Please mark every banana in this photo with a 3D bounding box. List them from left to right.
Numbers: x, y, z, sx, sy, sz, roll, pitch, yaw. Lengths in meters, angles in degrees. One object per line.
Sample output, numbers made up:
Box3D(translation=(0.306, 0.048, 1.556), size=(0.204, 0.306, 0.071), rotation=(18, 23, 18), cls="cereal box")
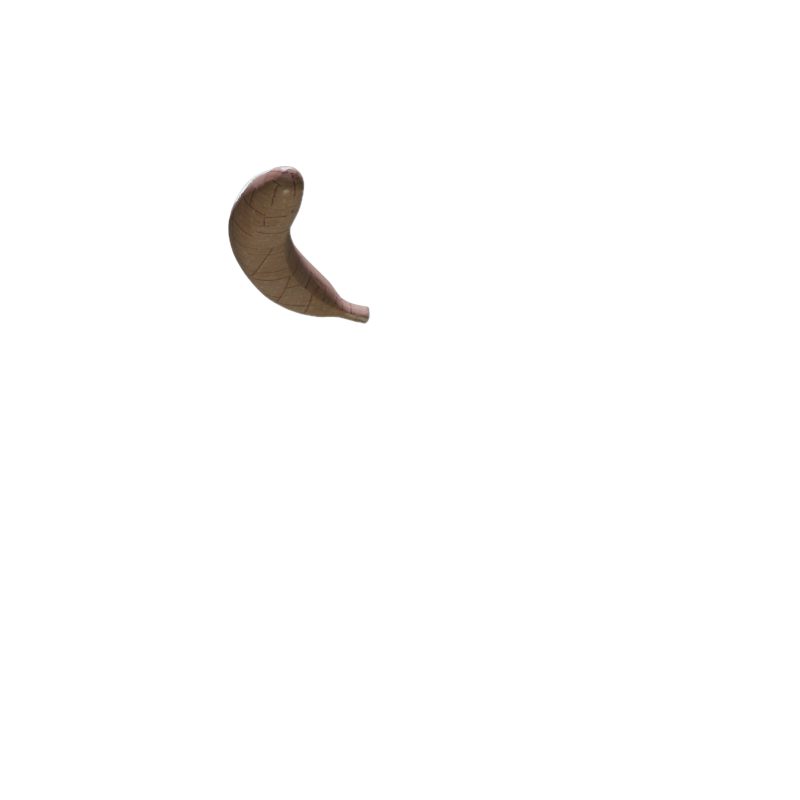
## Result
Box3D(translation=(-0.071, -0.095, 0.687), size=(0.070, 0.039, 0.186), rotation=(-4, -19, 11), cls="banana")
